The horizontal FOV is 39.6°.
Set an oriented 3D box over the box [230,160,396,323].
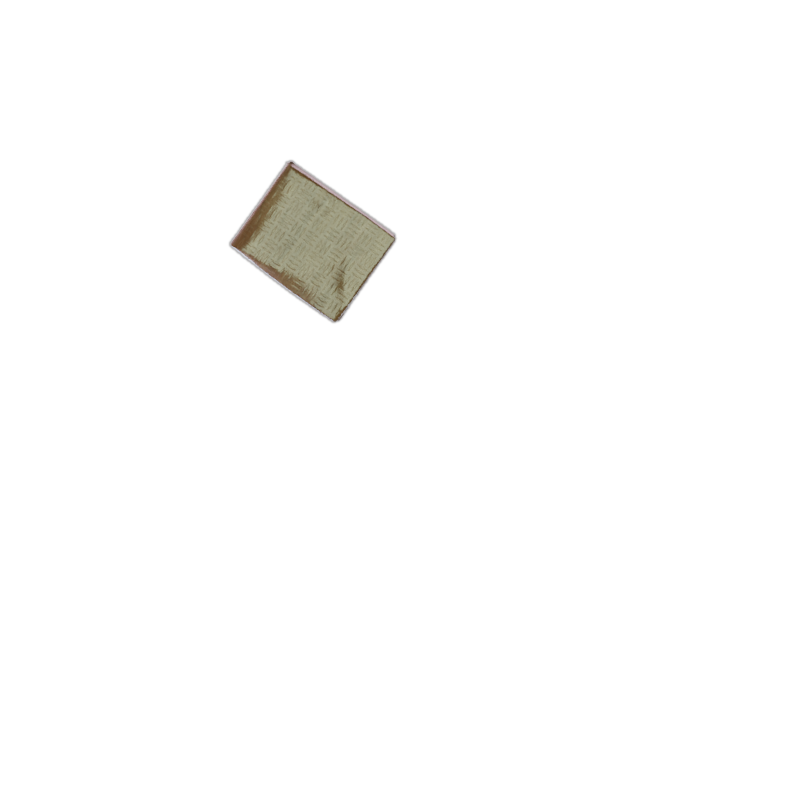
[{"bbox_3d":[-0.073,-0.133,0.935,0.112,0.089,0.040,36,6,-5],"label":"box"}]
